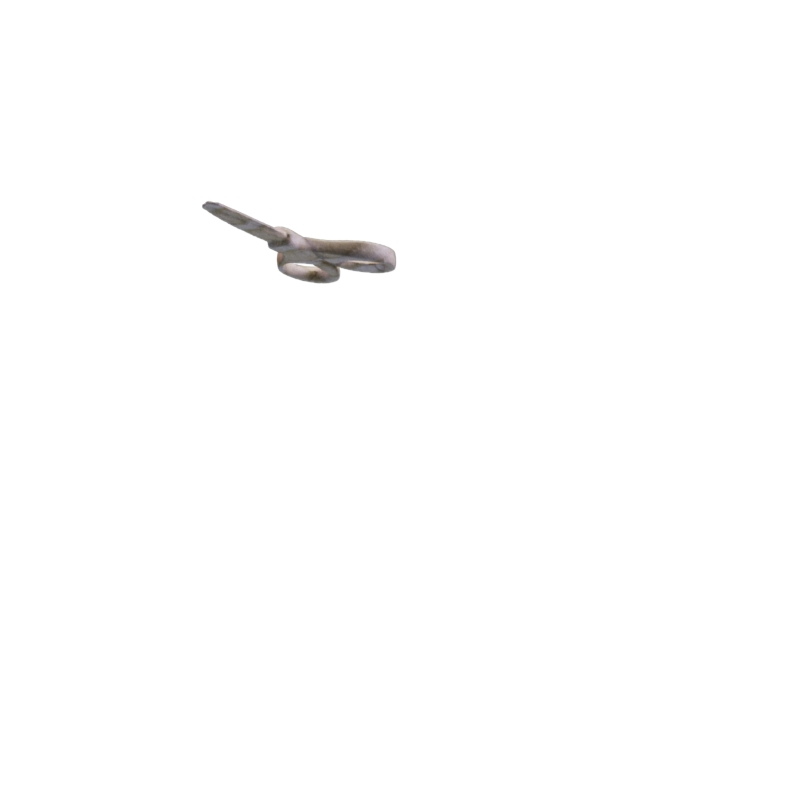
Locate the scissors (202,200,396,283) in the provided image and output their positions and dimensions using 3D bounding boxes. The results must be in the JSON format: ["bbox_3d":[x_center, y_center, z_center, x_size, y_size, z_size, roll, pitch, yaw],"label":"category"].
[{"bbox_3d":[-0.059,-0.107,0.748,0.097,0.016,0.194,-1,-7,8],"label":"scissors"}]
